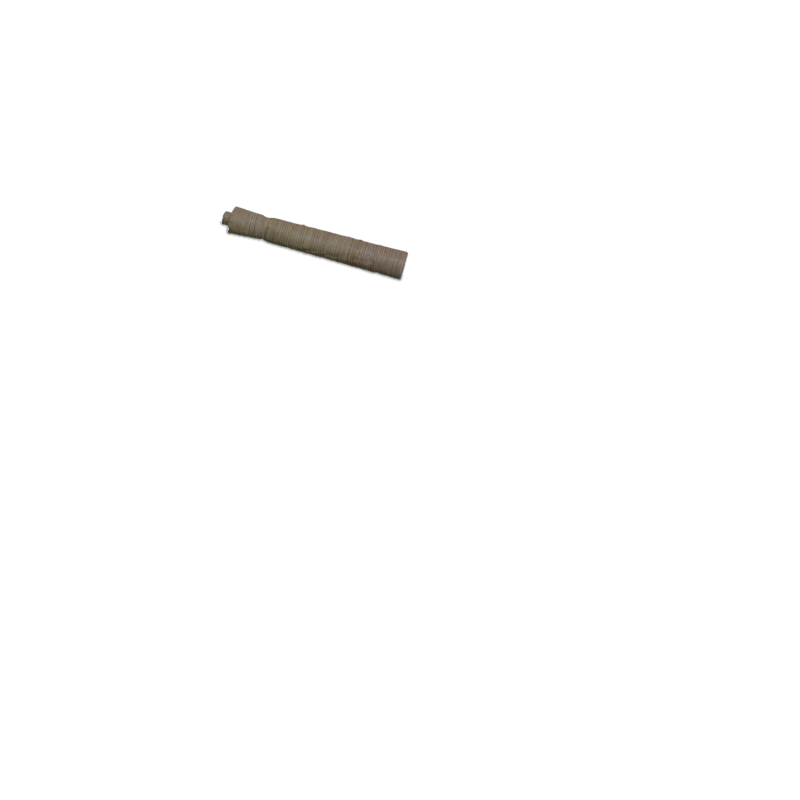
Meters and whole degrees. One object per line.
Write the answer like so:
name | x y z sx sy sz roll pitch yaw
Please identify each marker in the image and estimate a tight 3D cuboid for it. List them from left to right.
marker | -0.056 -0.101 0.710 0.122 0.020 0.020 16 5 5
